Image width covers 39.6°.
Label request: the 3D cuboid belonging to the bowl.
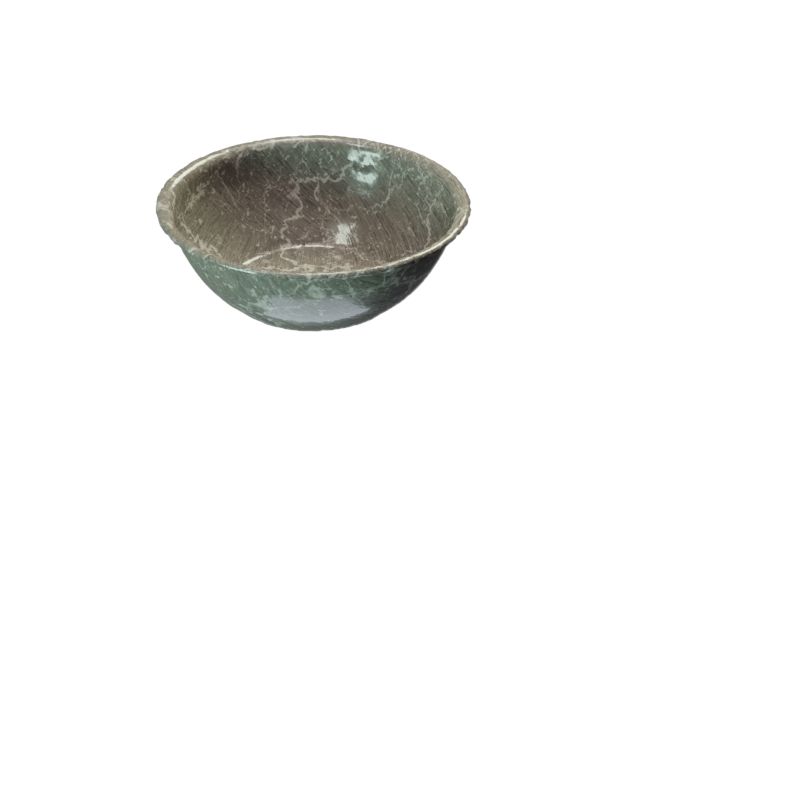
[{"bbox_3d":[-0.046,-0.083,0.583,0.162,0.052,0.173,-1,34,-2],"label":"bowl"}]
